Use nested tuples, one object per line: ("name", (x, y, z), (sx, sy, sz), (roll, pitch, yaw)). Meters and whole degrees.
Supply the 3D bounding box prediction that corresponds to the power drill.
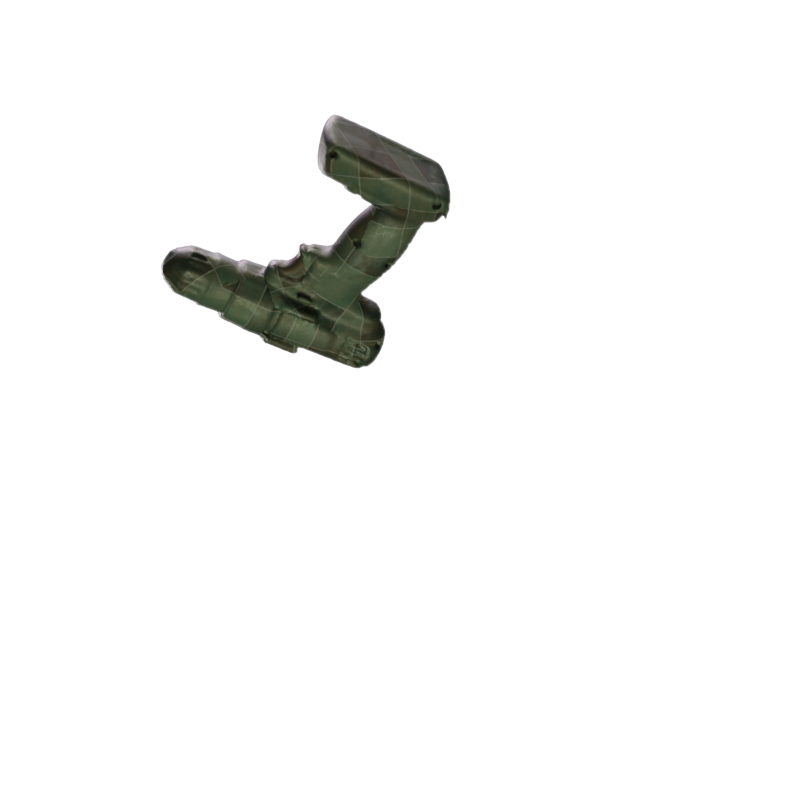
("power drill", (-0.065, -0.118, 0.826), (0.178, 0.181, 0.061), (22, 37, -18))
